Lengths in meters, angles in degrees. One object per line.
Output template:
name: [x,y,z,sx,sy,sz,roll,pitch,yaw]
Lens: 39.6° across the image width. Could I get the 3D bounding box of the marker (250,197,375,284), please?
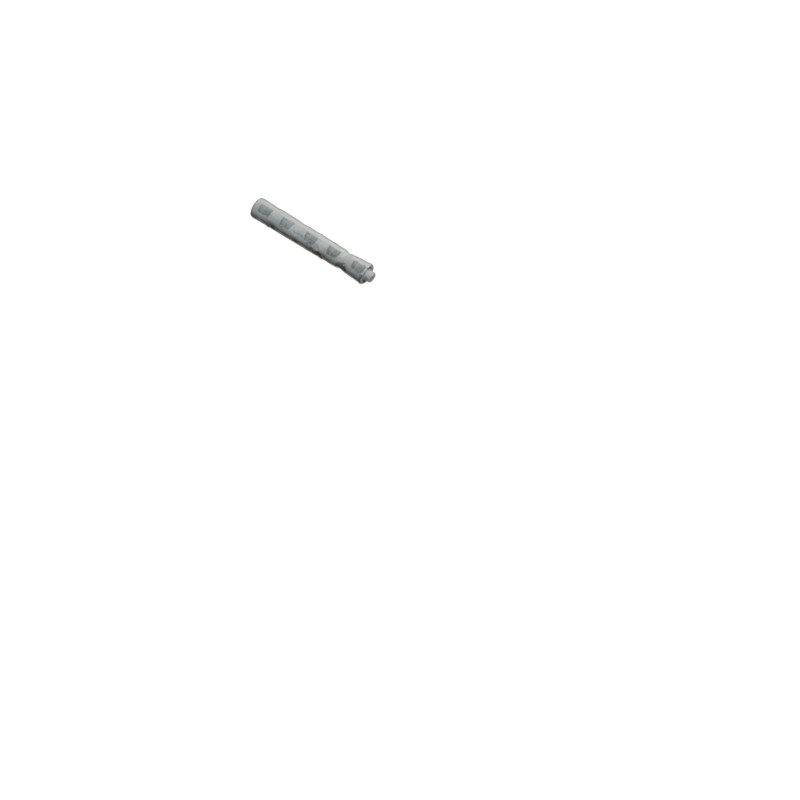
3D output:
marker: [-0.072,-0.131,0.917,0.127,0.019,0.019,33,16,21]
